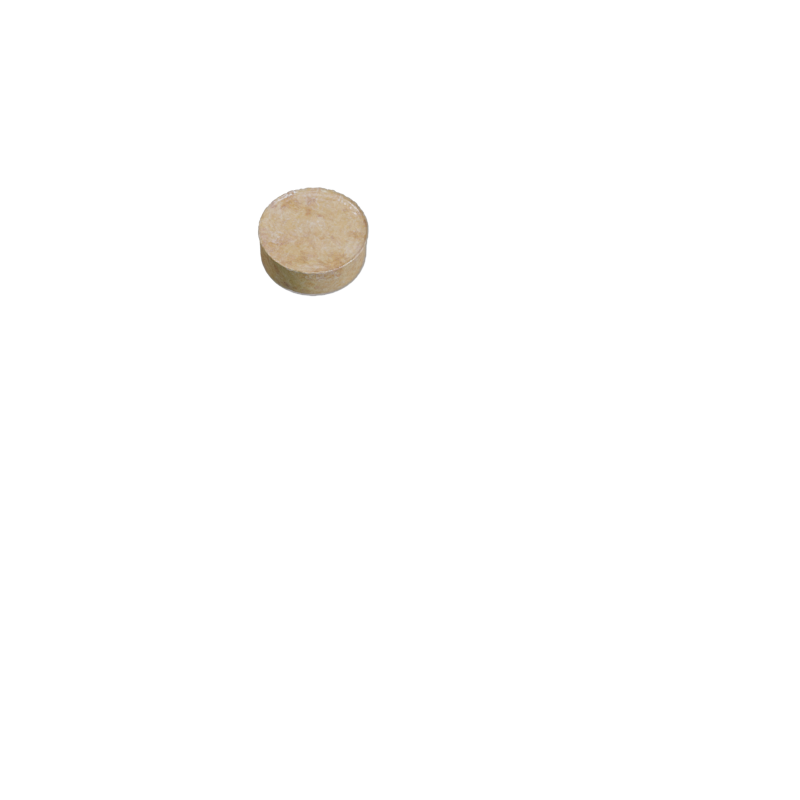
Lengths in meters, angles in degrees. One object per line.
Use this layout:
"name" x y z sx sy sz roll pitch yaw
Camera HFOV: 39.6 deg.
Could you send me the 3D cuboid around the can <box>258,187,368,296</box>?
"can" -0.068 -0.124 0.870 0.086 0.092 0.031 -1 -36 -1
